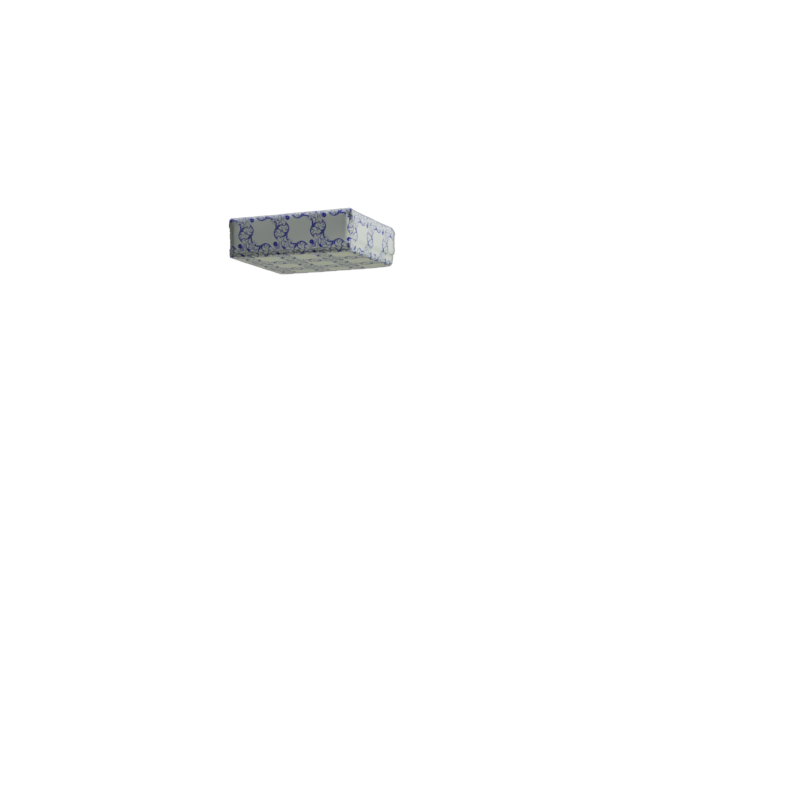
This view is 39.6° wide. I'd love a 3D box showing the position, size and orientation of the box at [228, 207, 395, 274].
[{"bbox_3d":[-0.057,-0.105,0.732,0.092,0.031,0.070,-1,-4,24],"label":"box"}]
